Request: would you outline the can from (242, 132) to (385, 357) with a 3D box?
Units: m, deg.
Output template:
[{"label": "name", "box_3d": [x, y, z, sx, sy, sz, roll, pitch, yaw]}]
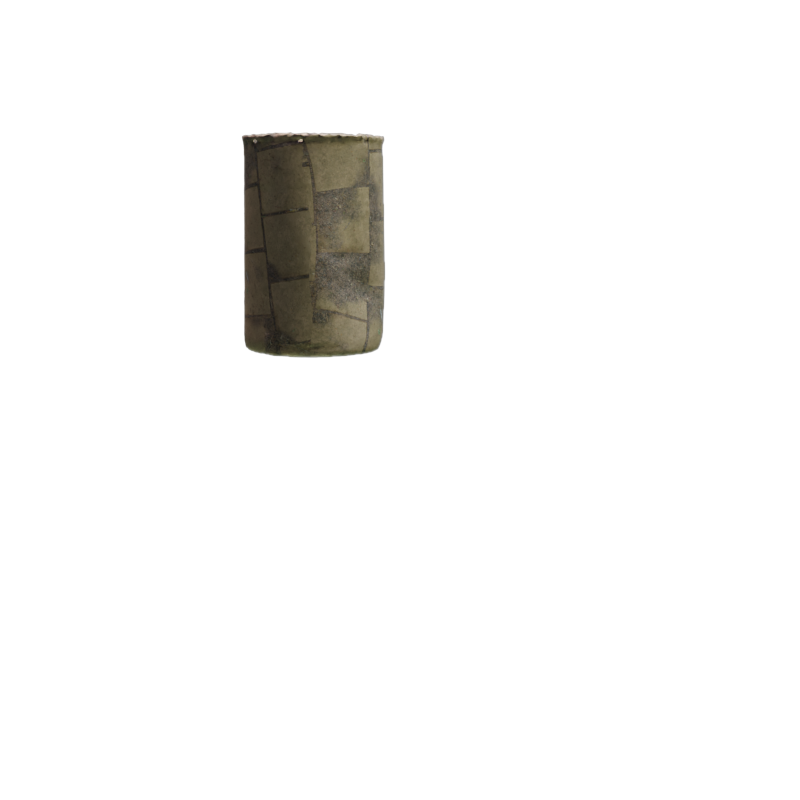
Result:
[{"label": "can", "box_3d": [-0.042, -0.076, 0.532, 0.068, 0.101, 0.070, 0, 6, -2]}]
